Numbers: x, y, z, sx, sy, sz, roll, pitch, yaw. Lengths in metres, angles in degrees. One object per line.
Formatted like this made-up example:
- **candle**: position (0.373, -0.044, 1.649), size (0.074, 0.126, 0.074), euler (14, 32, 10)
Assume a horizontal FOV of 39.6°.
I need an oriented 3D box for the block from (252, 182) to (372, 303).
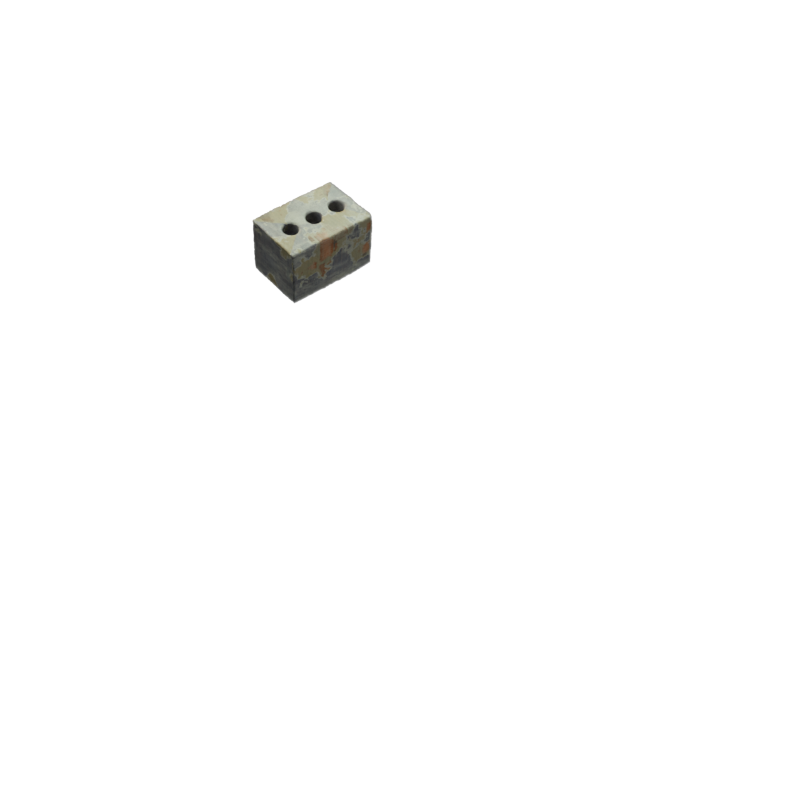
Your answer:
- **block**: position (-0.067, -0.122, 0.852), size (0.078, 0.048, 0.056), euler (-31, 55, -27)
